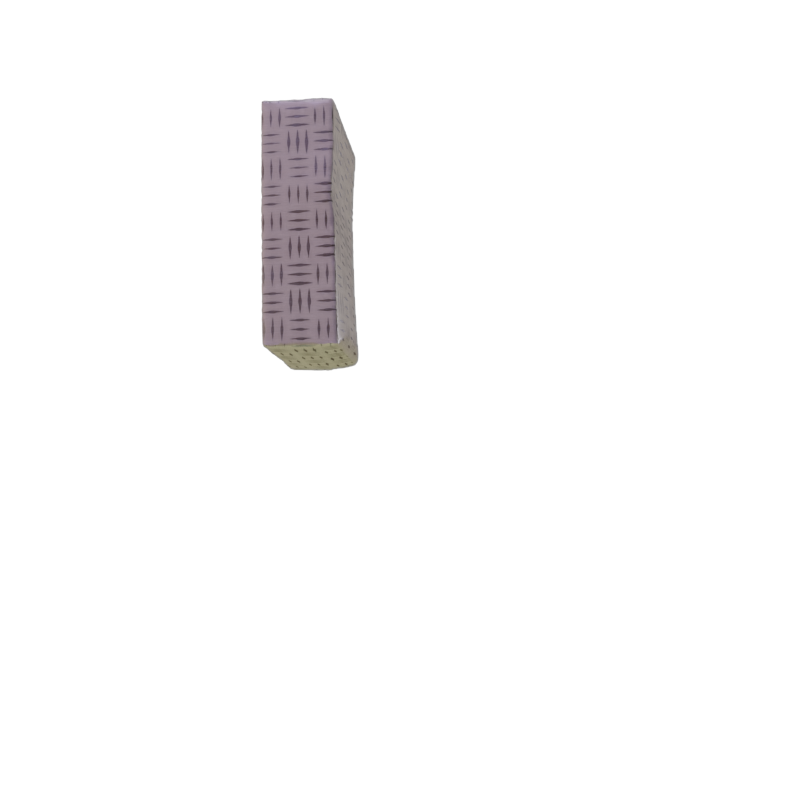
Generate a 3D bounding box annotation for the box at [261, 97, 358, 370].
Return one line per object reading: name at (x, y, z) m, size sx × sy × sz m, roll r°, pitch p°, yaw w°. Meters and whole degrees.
box at (-0.078, -0.142, 0.993) m, size 0.072 × 0.220 × 0.158 m, roll -2°, pitch -11°, yaw 4°
